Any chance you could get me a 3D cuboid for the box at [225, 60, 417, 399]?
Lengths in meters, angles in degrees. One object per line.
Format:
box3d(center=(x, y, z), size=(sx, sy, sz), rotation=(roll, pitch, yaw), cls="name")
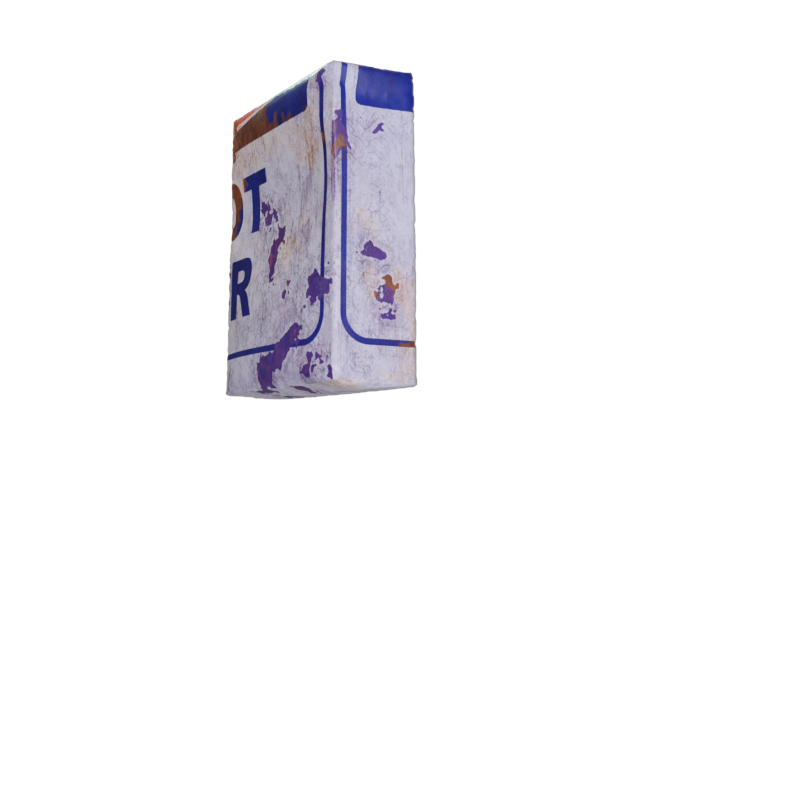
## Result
box3d(center=(-0.061, -0.111, 0.780), size=(0.069, 0.219, 0.167), rotation=(5, -9, -32), cls="box")
